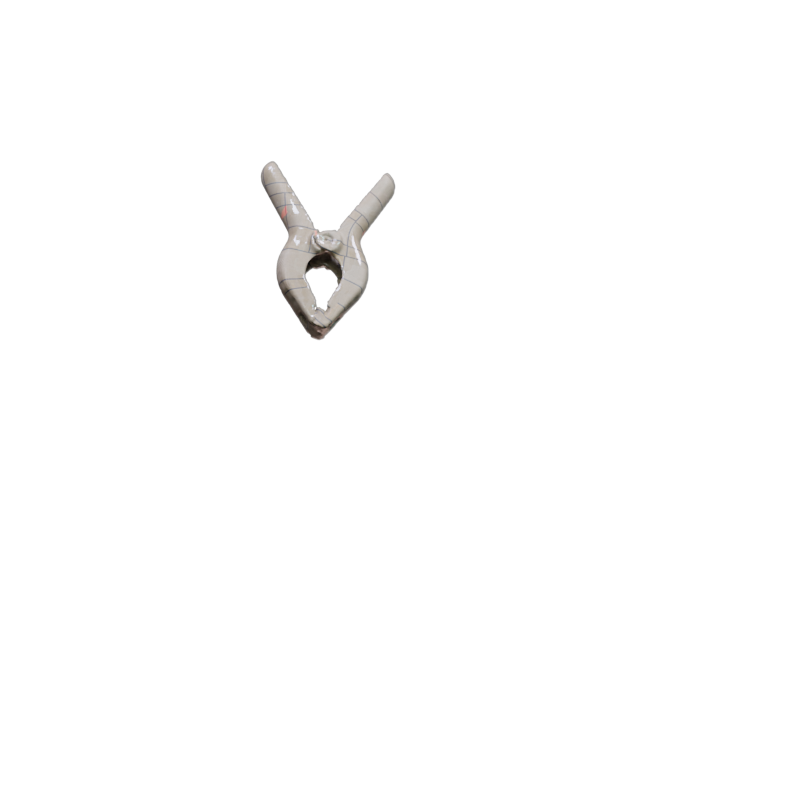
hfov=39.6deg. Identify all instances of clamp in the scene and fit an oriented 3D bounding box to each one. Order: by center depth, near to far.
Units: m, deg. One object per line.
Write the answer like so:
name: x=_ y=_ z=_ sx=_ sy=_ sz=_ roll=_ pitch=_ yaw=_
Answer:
clamp: x=-0.076 y=-0.138 z=0.966 sx=0.121 sy=0.181 sz=0.037 roll=9 pitch=-31 yaw=5
